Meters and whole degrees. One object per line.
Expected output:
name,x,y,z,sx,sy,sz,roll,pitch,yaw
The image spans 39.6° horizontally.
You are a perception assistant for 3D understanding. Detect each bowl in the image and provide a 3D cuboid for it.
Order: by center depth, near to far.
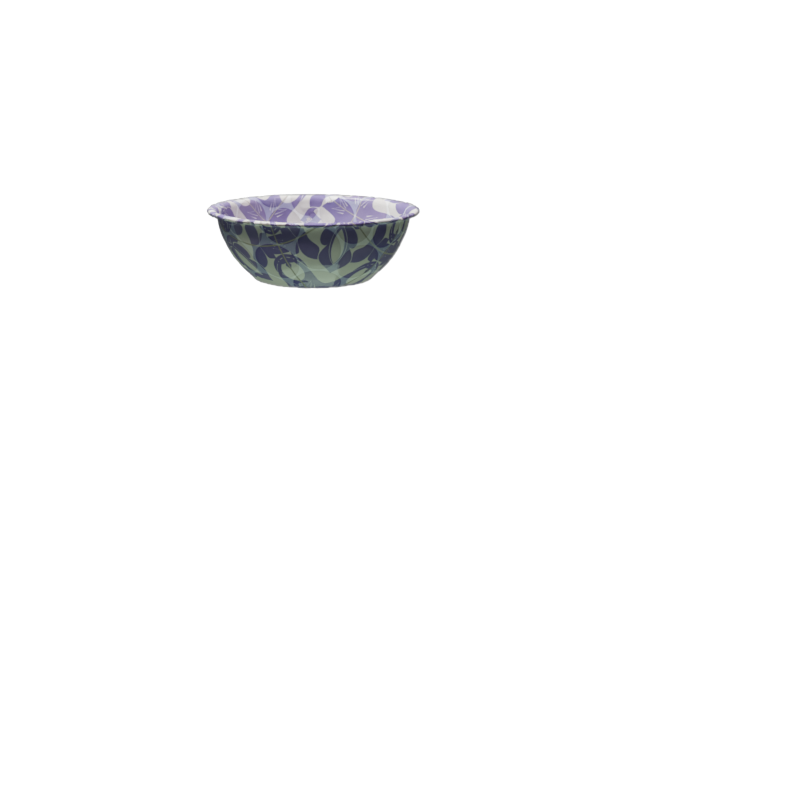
bowl,-0.066,-0.121,0.847,0.162,0.053,0.167,-1,16,-2
